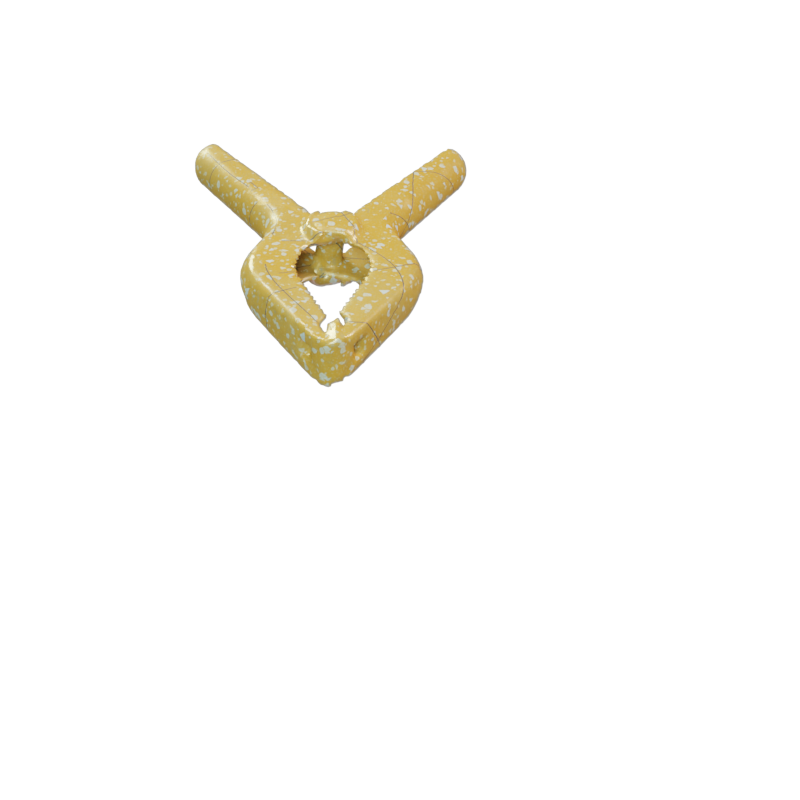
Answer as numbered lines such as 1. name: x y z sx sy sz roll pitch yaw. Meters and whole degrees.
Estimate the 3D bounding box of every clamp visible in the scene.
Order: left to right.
1. clamp: -0.048 -0.087 0.609 0.166 0.034 0.223 3 38 4
